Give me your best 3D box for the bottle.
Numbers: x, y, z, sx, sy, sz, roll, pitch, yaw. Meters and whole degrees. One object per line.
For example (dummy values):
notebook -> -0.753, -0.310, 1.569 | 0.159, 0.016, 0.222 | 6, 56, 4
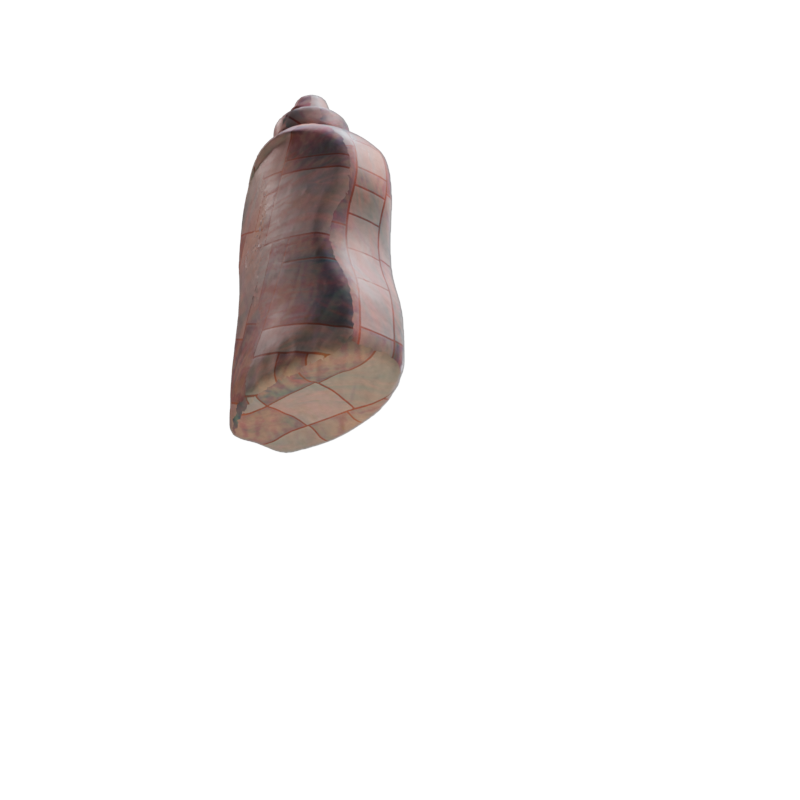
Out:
bottle -> -0.043, -0.078, 0.548 | 0.055, 0.205, 0.094 | 22, -42, -31
